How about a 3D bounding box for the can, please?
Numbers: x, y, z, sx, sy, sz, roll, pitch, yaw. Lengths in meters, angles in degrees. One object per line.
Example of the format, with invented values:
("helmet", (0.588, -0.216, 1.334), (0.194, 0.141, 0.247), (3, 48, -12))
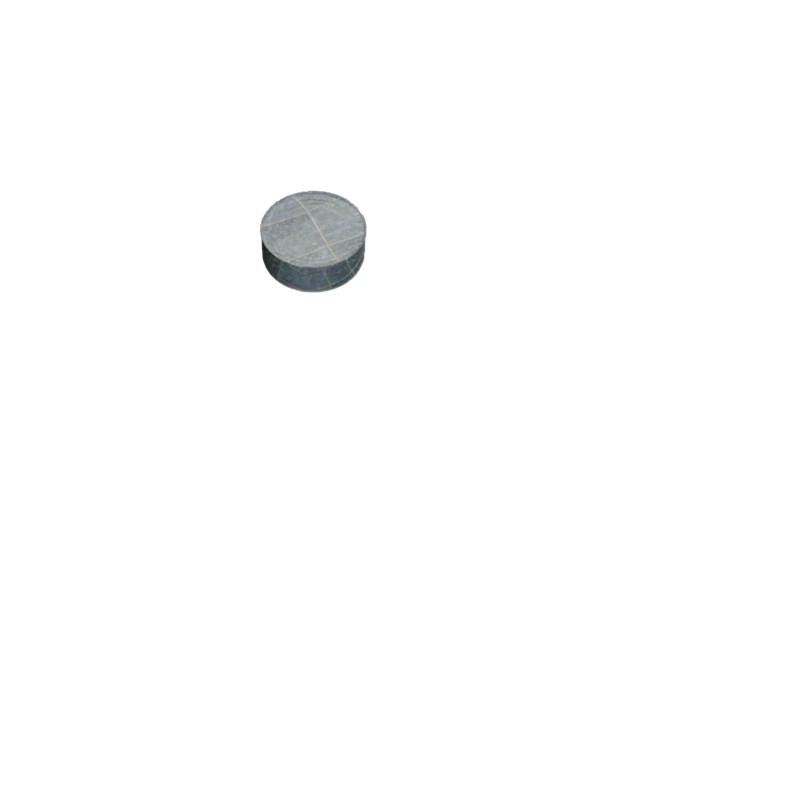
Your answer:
("can", (-0.070, -0.128, 0.900), (0.086, 0.092, 0.031), (-1, -40, -1))
